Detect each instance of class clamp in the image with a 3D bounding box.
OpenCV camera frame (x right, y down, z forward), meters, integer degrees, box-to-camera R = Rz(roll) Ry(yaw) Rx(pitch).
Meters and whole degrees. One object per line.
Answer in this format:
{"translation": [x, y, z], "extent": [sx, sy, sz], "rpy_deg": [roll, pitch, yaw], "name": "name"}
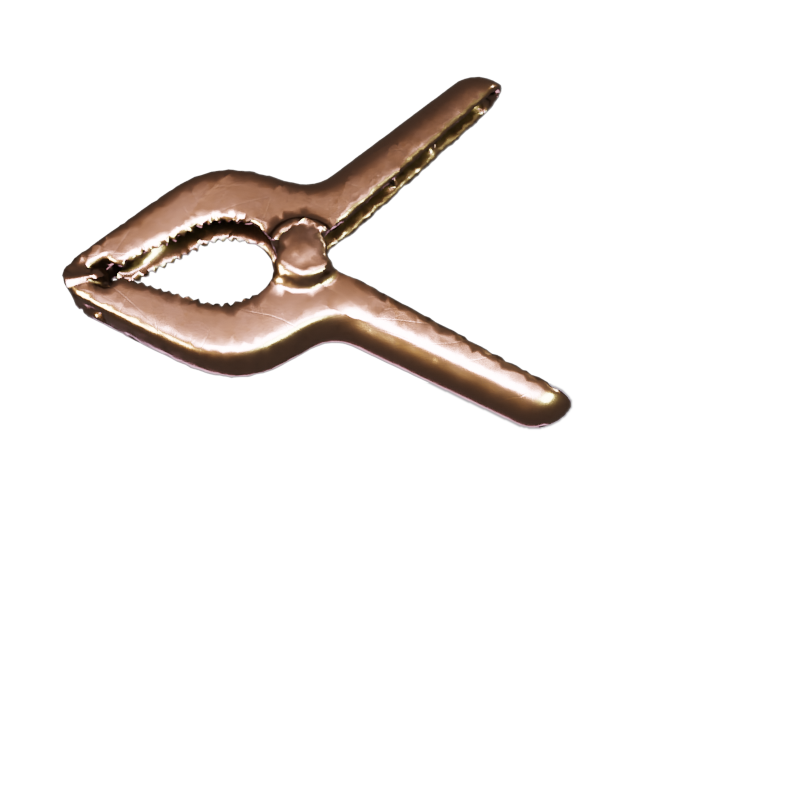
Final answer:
{"translation": [-0.038, -0.069, 0.483], "extent": [0.210, 0.174, 0.034], "rpy_deg": [0, -24, 0], "name": "clamp"}
